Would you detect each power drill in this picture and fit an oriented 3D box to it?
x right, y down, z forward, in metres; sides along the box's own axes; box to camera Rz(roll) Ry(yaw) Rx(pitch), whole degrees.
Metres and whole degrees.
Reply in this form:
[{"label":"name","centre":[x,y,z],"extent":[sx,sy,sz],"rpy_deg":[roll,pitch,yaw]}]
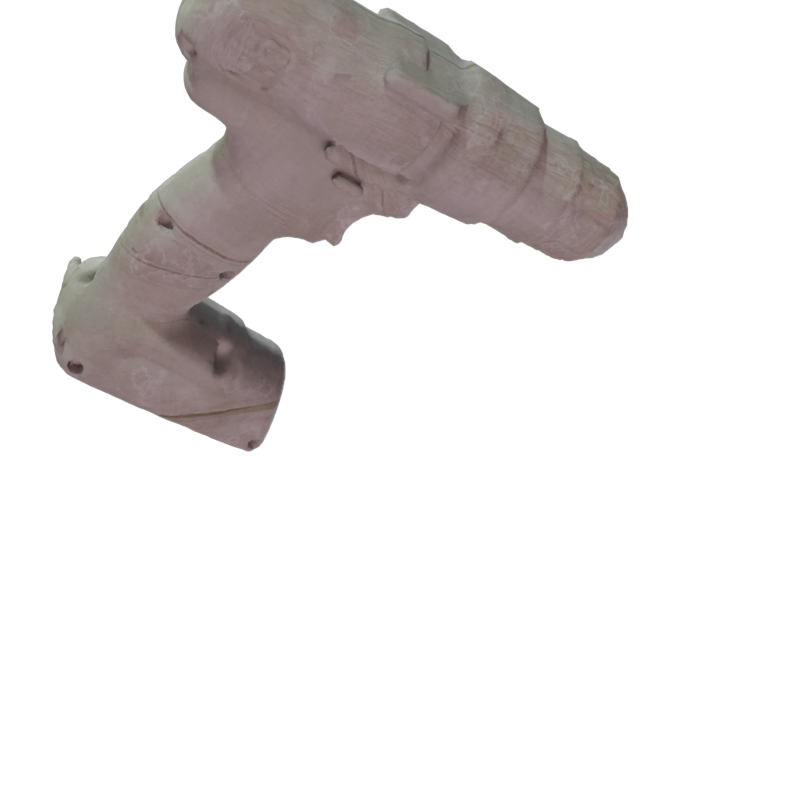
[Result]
[{"label":"power drill","centre":[-0.033,-0.061,0.425],"extent":[0.176,0.061,0.183],"rpy_deg":[29,-56,-22]}]
